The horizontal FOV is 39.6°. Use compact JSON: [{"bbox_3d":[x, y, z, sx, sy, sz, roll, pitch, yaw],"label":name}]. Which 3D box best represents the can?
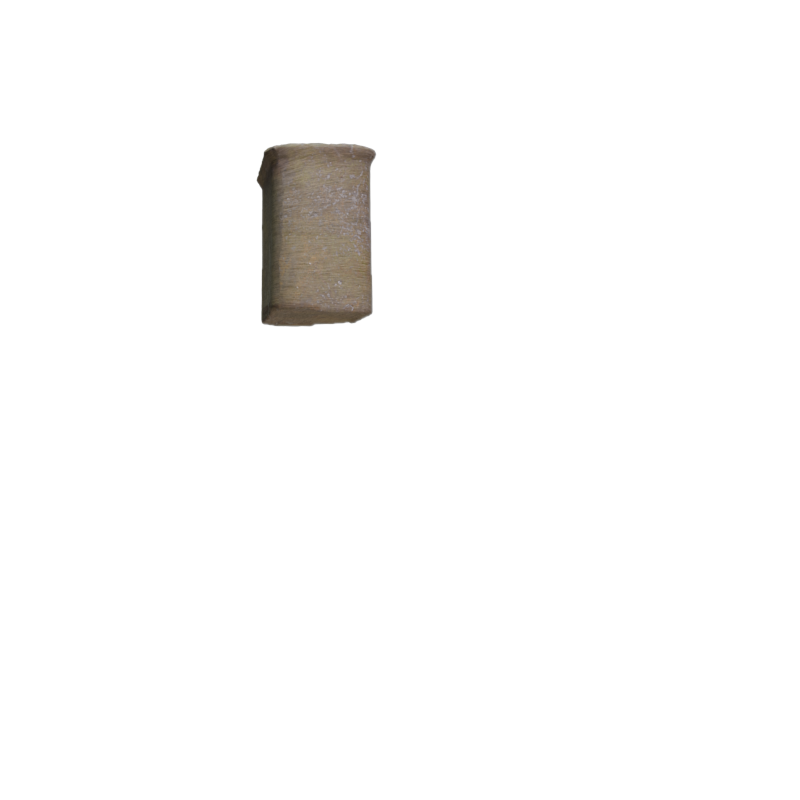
[{"bbox_3d":[-0.046,-0.084,0.589,0.057,0.085,0.102,1,-4,-10],"label":"can"}]
